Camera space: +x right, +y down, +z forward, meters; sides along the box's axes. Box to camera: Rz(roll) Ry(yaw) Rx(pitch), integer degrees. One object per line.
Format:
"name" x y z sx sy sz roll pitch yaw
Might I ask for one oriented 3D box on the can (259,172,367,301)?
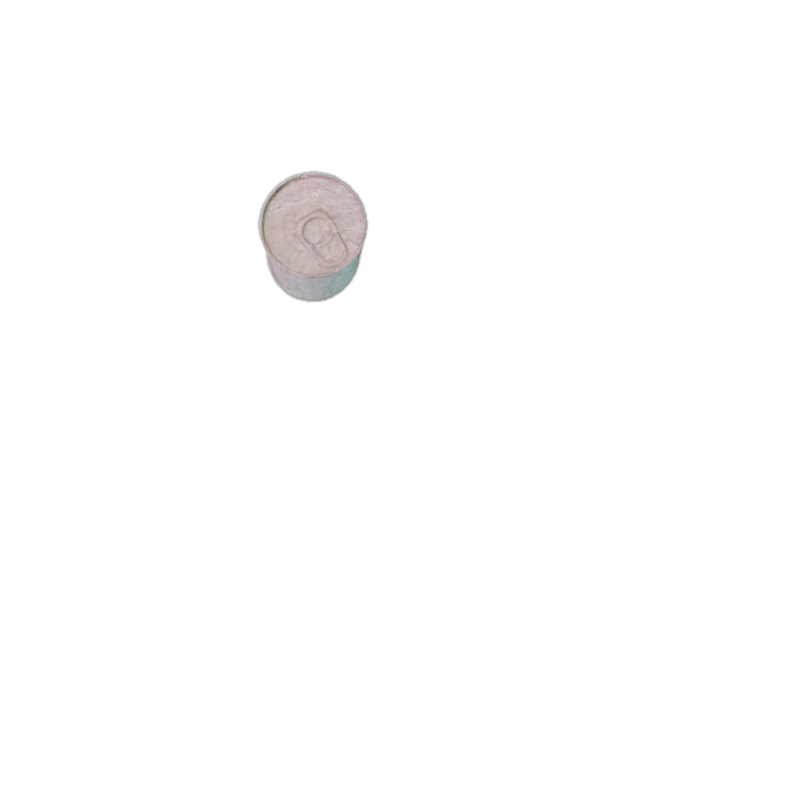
"can" -0.059 -0.107 0.748 0.068 0.070 0.100 0 -7 -3
